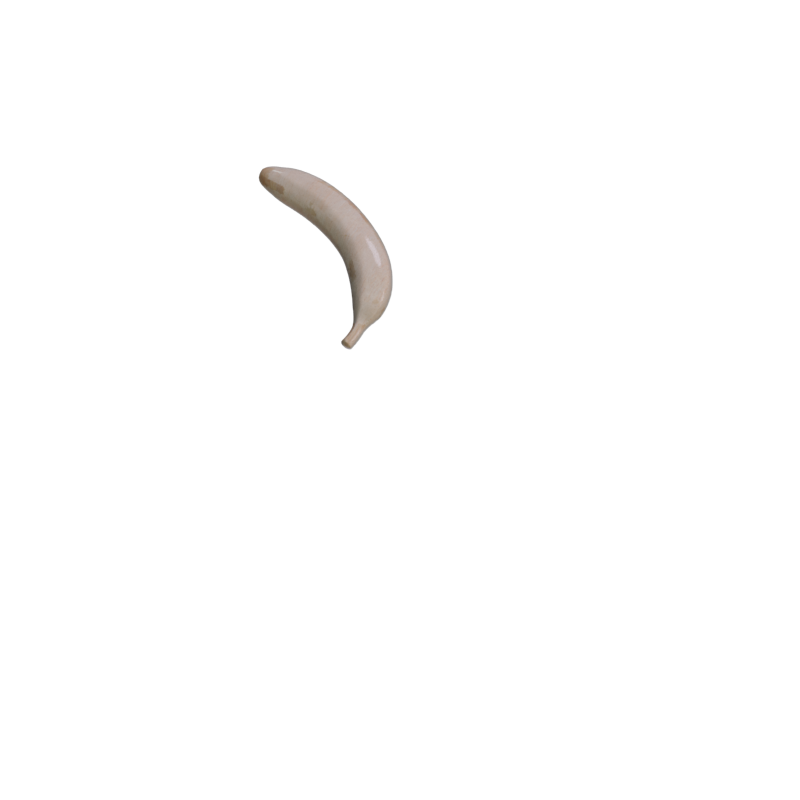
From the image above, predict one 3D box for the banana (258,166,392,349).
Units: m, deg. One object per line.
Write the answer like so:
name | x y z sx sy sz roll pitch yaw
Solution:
banana | -0.056 -0.138 0.946 0.069 0.213 0.034 -20 -32 -14
